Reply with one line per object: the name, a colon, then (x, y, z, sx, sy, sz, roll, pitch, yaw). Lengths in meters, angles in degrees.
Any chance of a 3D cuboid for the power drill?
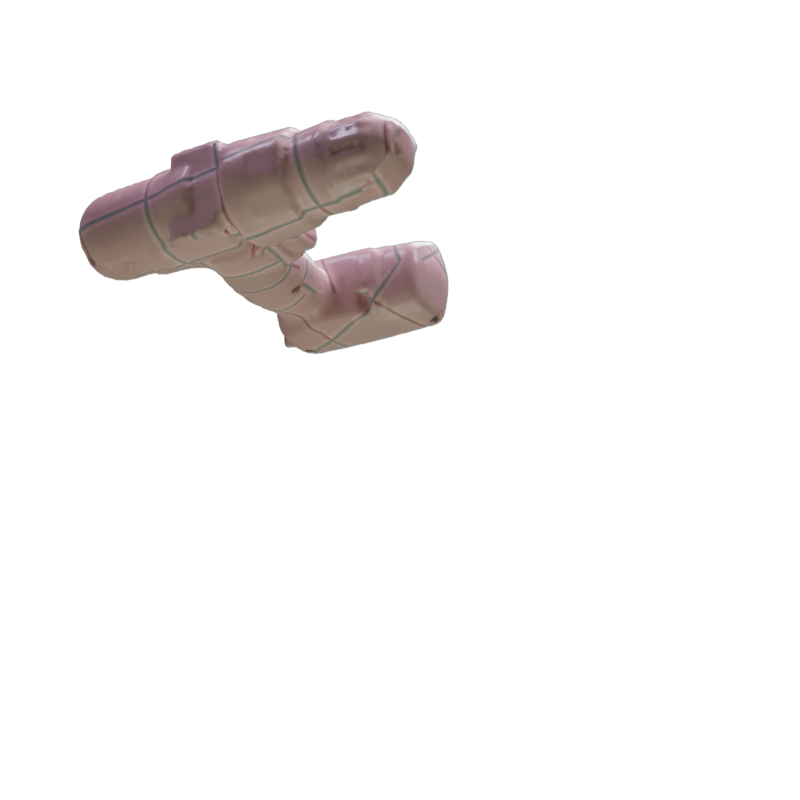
power drill: (-0.046, -0.084, 0.590, 0.188, 0.060, 0.175, -10, -20, 27)
